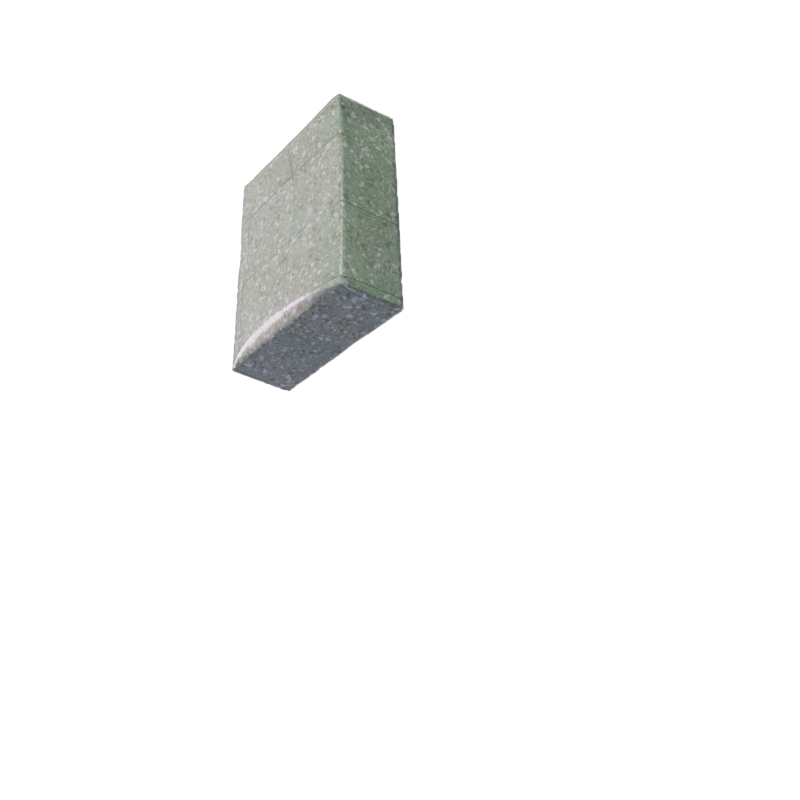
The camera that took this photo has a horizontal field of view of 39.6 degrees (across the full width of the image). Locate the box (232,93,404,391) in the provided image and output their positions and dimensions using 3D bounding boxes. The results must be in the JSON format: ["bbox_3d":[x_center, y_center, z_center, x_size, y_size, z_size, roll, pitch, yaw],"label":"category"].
[{"bbox_3d":[-0.077,-0.141,0.985,0.068,0.229,0.162,23,-41,-32],"label":"box"}]
